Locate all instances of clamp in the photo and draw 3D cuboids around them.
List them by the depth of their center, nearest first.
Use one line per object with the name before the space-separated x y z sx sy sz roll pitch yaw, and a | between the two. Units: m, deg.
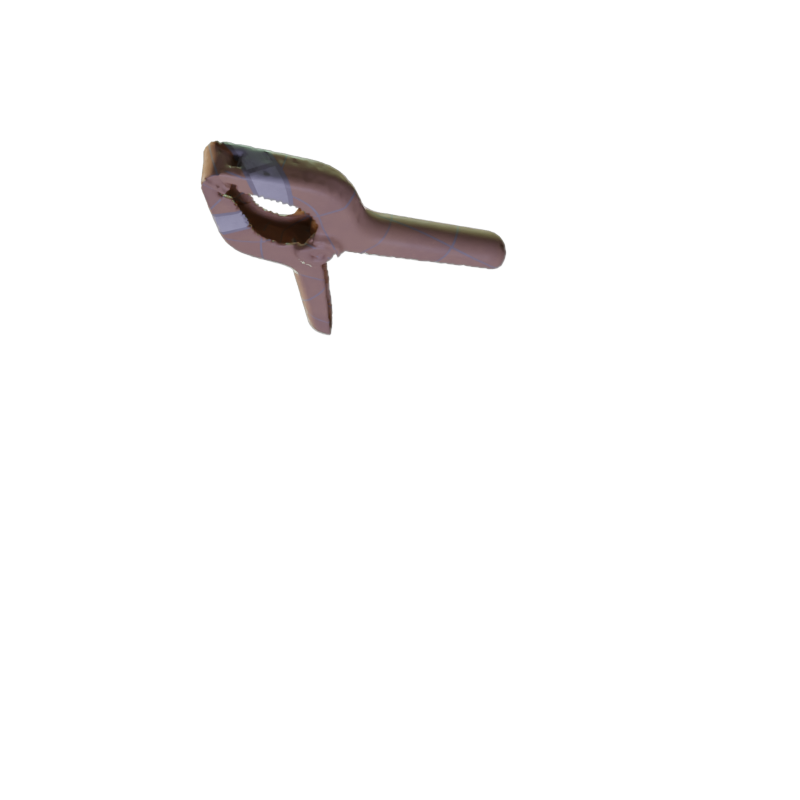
clamp | -0.057 -0.104 0.730 0.197 0.039 0.164 23 -36 -37
